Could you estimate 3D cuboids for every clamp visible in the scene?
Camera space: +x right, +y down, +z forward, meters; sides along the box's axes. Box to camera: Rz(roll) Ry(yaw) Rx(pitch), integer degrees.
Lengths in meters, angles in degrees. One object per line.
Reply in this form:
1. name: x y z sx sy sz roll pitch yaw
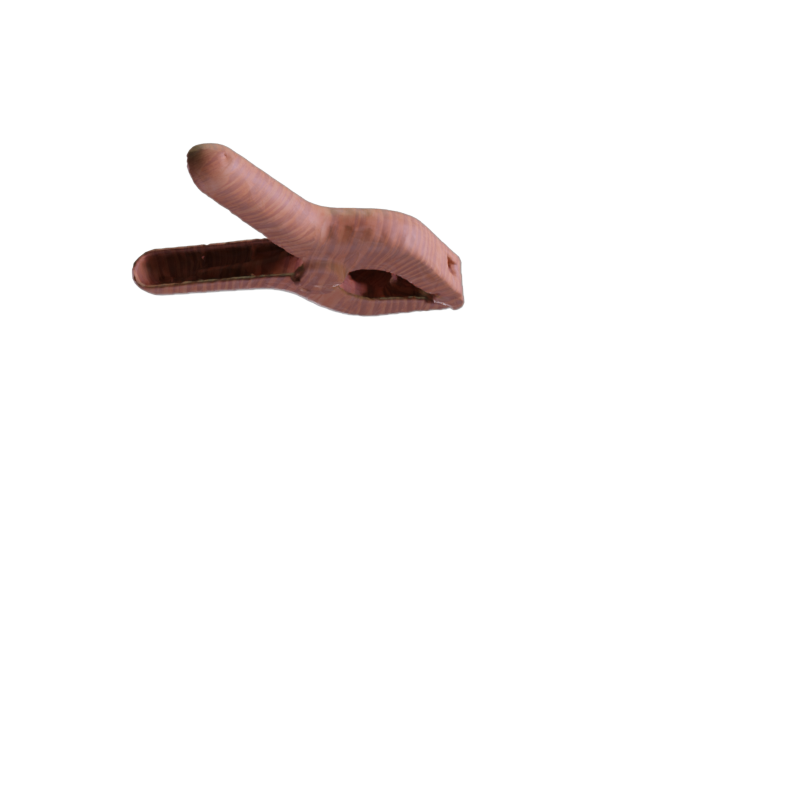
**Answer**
1. clamp: -0.043 -0.079 0.551 0.168 0.041 0.116 4 -20 -13
